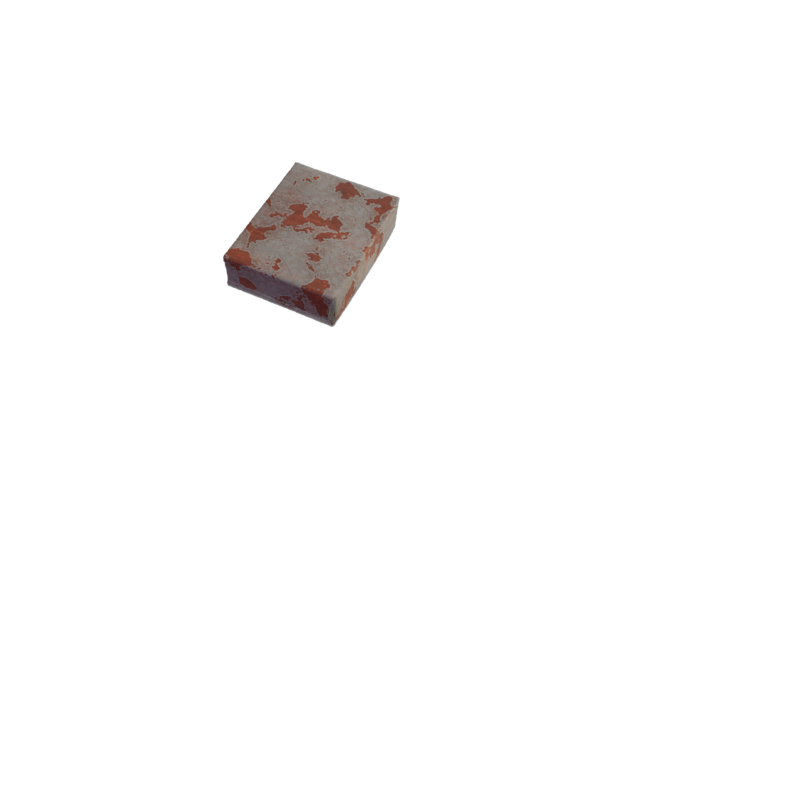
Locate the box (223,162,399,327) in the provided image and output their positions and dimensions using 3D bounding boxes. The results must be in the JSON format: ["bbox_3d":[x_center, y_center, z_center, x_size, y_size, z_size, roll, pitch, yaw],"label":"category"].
[{"bbox_3d":[-0.064,-0.117,0.817,0.093,0.118,0.036,20,-37,16],"label":"box"}]
